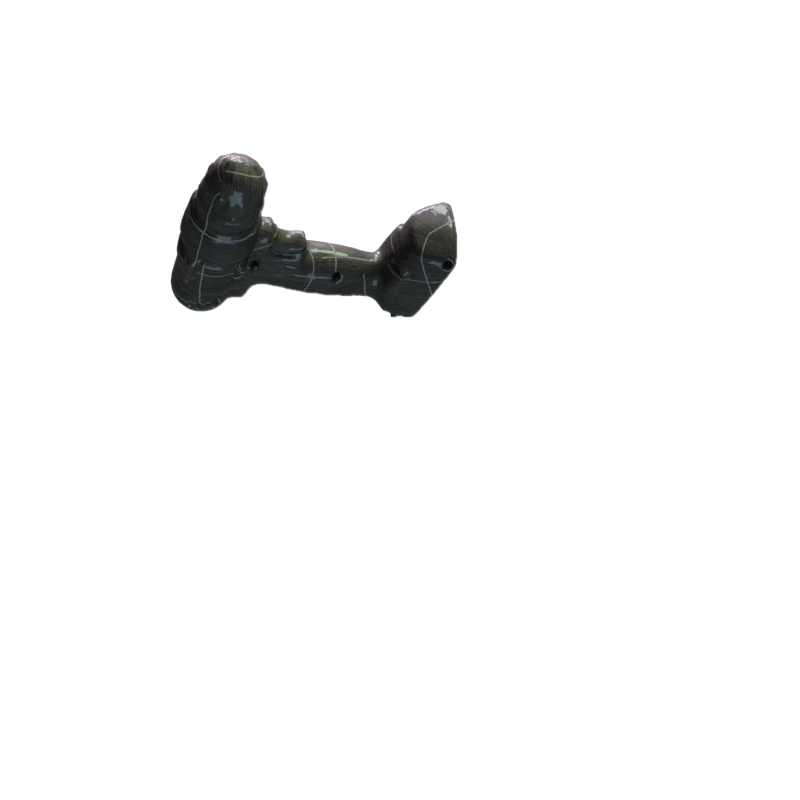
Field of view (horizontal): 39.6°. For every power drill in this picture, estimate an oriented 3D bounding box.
[{"bbox_3d":[-0.060,-0.110,0.770,0.184,0.060,0.179,5,-19,-15],"label":"power drill"}]
